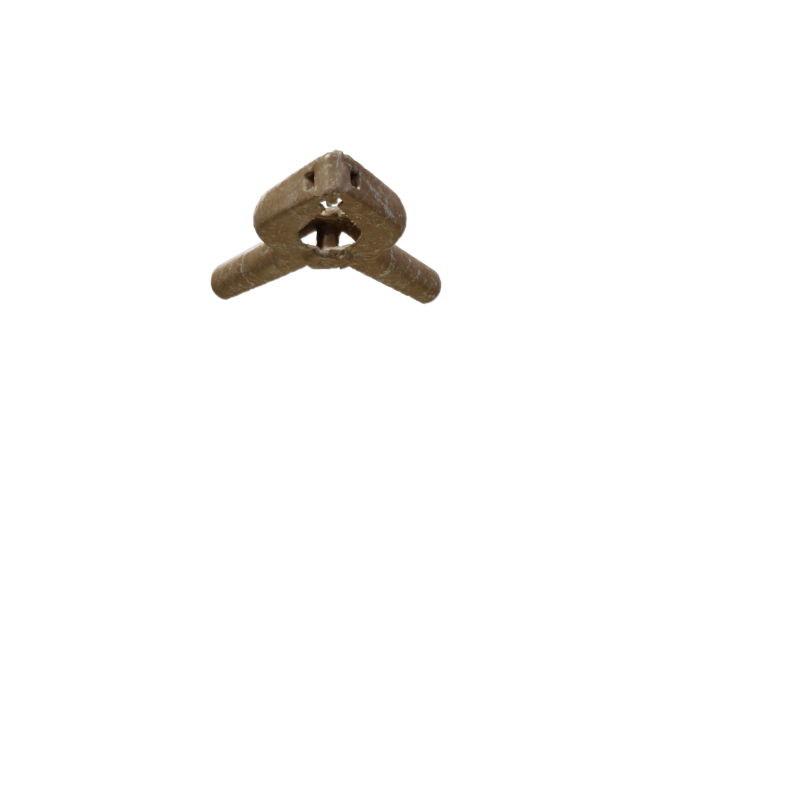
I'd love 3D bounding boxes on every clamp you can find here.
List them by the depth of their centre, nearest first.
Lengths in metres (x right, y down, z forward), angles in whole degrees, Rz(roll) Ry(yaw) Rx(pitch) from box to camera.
[{"bbox_3d":[-0.056,-0.103,0.720,0.165,0.038,0.200,-1,-14,4],"label":"clamp"}]
